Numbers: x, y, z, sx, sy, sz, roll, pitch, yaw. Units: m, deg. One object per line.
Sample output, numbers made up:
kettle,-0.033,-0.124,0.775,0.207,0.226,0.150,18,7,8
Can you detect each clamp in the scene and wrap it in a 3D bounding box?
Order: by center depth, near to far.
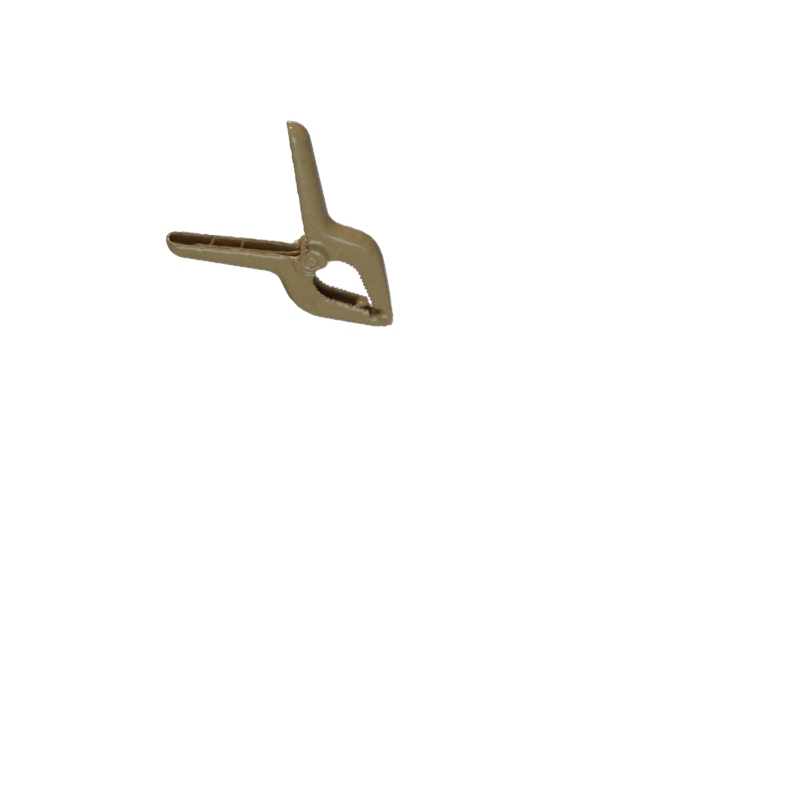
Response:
clamp,-0.076,-0.139,0.971,0.201,0.161,0.039,33,28,-21
